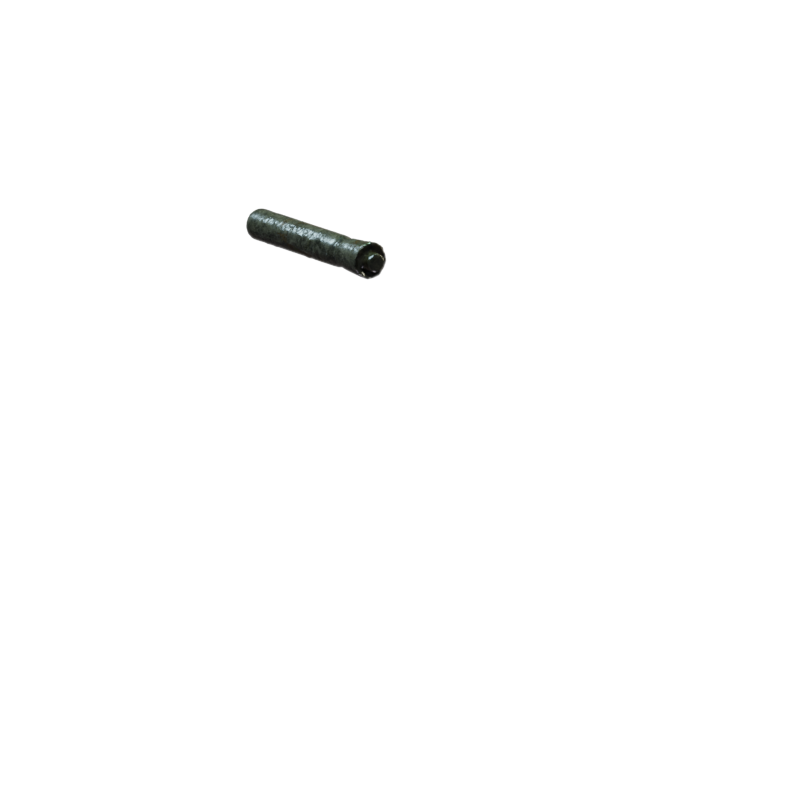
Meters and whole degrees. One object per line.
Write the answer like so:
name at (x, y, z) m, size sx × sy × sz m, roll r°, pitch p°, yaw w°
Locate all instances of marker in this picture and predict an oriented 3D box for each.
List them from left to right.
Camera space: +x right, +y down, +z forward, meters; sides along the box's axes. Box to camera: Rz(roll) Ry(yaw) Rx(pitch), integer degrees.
marker at (-0.047, -0.085, 0.596) m, size 0.019 × 0.019 × 0.128 m, roll -3°, pitch 17°, yaw -34°
